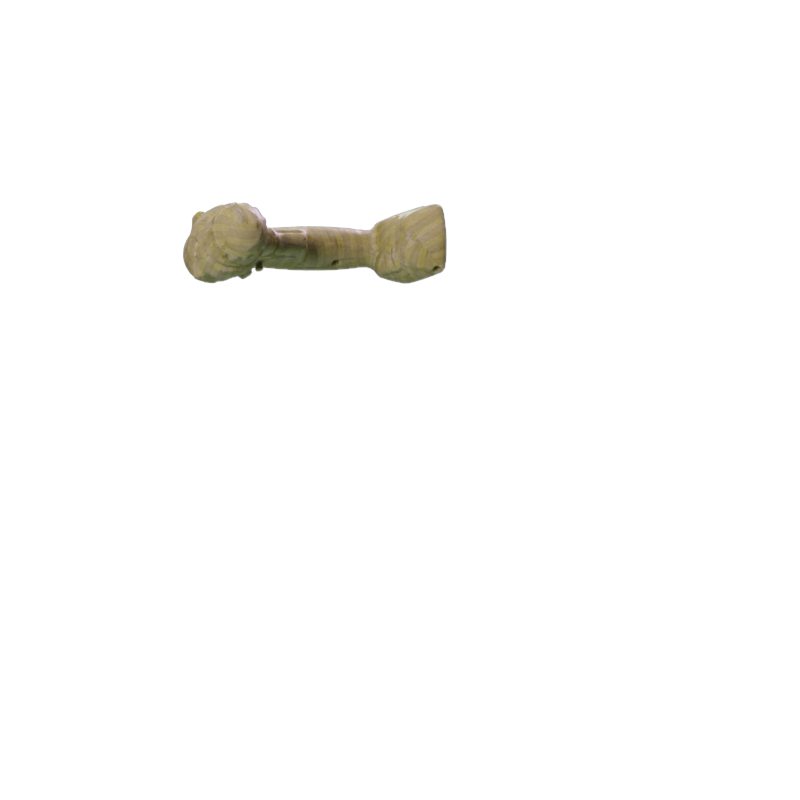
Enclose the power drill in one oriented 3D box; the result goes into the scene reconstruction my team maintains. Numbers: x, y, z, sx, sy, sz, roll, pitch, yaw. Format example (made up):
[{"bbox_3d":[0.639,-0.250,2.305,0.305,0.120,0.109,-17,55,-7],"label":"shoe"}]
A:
[{"bbox_3d":[-0.065,-0.118,0.829,0.184,0.058,0.187,-1,3,-15],"label":"power drill"}]
